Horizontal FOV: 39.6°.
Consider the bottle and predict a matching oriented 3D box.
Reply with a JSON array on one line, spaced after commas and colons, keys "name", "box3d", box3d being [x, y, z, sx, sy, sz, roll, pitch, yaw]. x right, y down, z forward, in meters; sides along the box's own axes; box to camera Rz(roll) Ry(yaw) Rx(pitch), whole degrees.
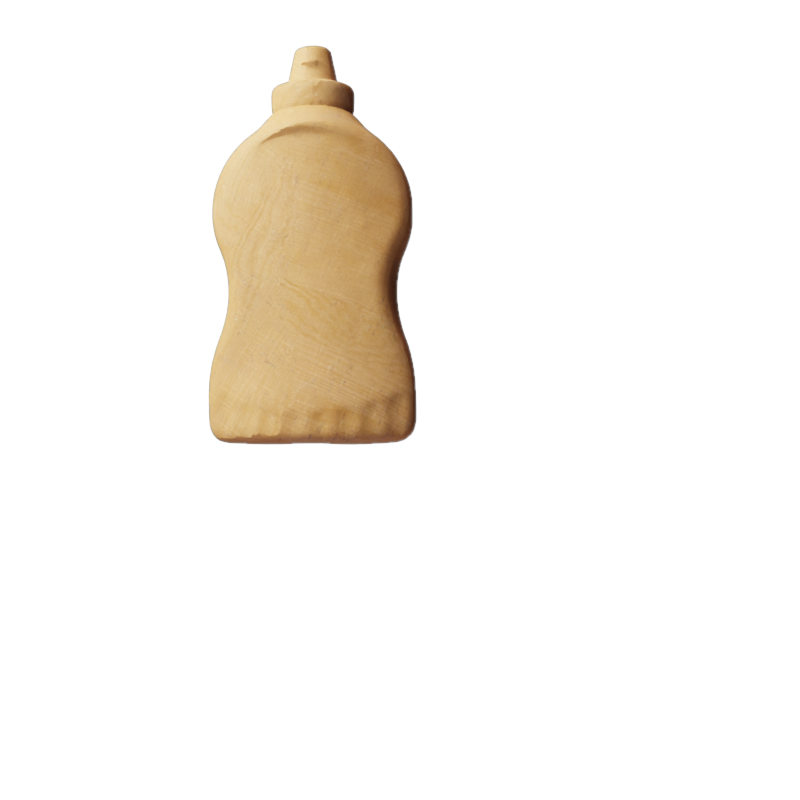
[{"name": "bottle", "box3d": [-0.042, -0.076, 0.533, 0.097, 0.196, 0.056, -2, -9, 6]}]
